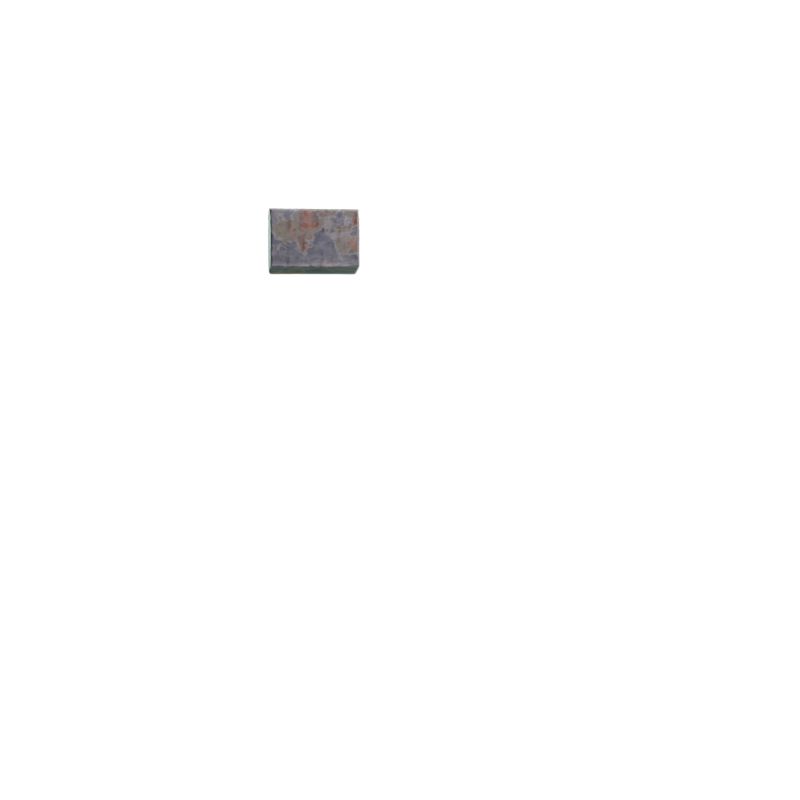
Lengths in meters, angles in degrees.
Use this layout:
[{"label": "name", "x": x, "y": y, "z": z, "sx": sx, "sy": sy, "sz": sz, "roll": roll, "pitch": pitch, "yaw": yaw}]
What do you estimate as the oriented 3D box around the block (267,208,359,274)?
[{"label": "block", "x": -0.075, "y": -0.136, "z": 0.955, "sx": 0.077, "sy": 0.052, "sz": 0.052, "roll": 0, "pitch": -4, "yaw": -5}]
